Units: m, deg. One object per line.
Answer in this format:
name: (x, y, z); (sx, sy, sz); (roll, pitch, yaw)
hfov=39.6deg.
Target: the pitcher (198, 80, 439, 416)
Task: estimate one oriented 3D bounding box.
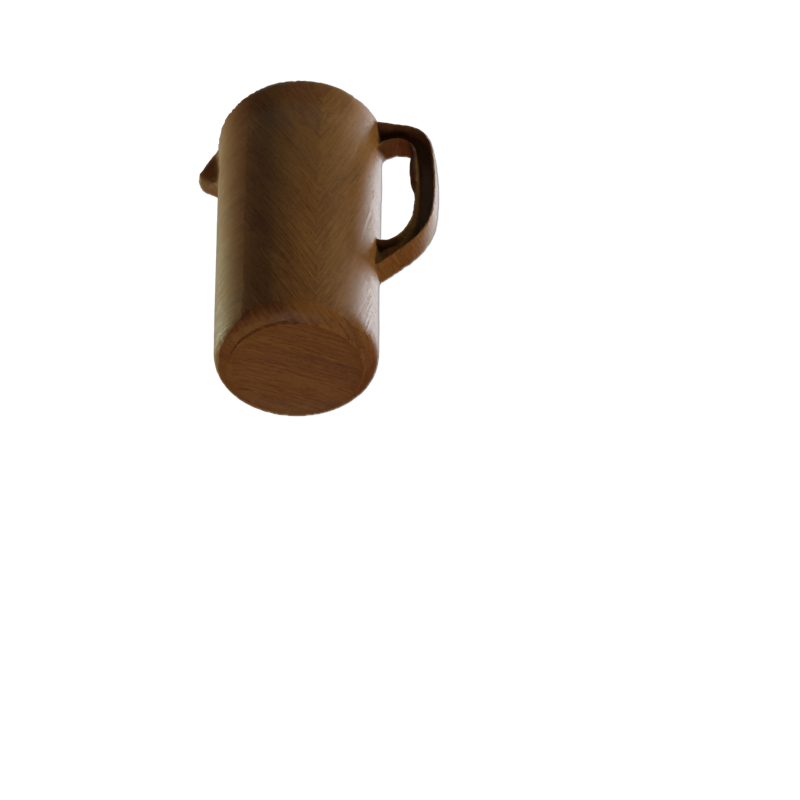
pitcher: (-0.063, -0.114, 0.800); (0.138, 0.261, 0.145); (23, -50, -25)
